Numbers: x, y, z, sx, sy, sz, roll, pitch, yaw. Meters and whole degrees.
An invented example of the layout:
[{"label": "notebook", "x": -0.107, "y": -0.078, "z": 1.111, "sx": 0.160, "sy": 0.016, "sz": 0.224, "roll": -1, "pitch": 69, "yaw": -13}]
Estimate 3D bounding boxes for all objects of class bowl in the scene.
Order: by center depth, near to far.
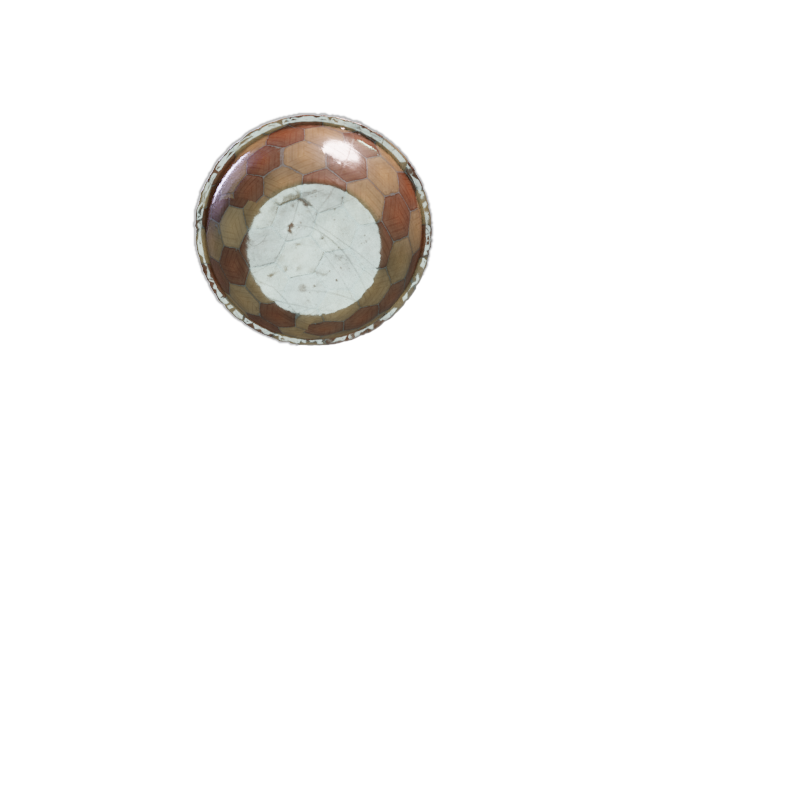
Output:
[{"label": "bowl", "x": -0.057, "y": -0.104, "z": 0.727, "sx": 0.162, "sy": 0.157, "sz": 0.057, "roll": 0, "pitch": 15, "yaw": -1}]
